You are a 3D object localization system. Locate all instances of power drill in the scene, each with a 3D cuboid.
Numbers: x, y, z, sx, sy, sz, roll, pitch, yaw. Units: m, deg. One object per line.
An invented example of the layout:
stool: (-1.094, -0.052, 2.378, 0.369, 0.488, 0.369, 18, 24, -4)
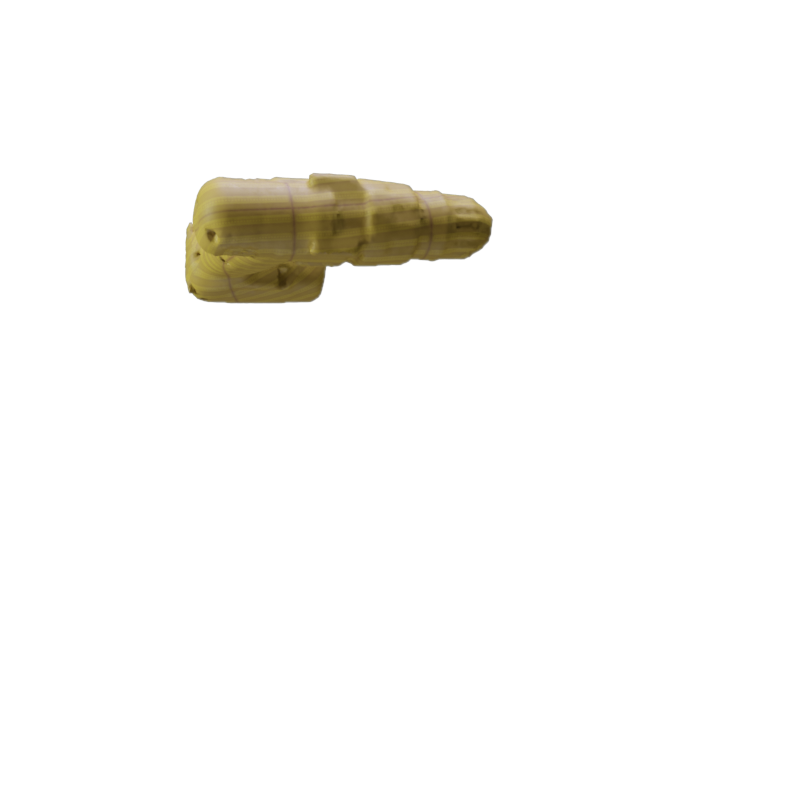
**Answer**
power drill: (-0.057, -0.103, 0.723, 0.180, 0.059, 0.188, 2, -6, -20)
